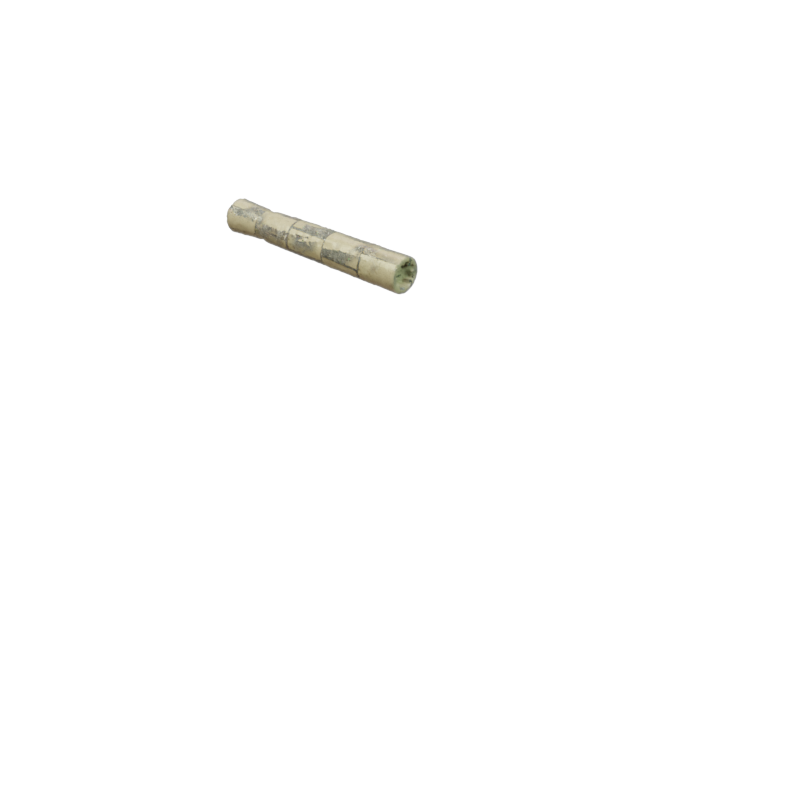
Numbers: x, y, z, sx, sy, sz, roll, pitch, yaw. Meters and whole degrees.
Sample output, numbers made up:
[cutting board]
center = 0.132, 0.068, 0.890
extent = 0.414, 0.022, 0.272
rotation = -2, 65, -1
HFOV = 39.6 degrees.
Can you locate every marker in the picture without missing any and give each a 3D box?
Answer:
[marker]
center = -0.044, -0.080, 0.560
extent = 0.129, 0.019, 0.019
rotation = 25, 18, 37
